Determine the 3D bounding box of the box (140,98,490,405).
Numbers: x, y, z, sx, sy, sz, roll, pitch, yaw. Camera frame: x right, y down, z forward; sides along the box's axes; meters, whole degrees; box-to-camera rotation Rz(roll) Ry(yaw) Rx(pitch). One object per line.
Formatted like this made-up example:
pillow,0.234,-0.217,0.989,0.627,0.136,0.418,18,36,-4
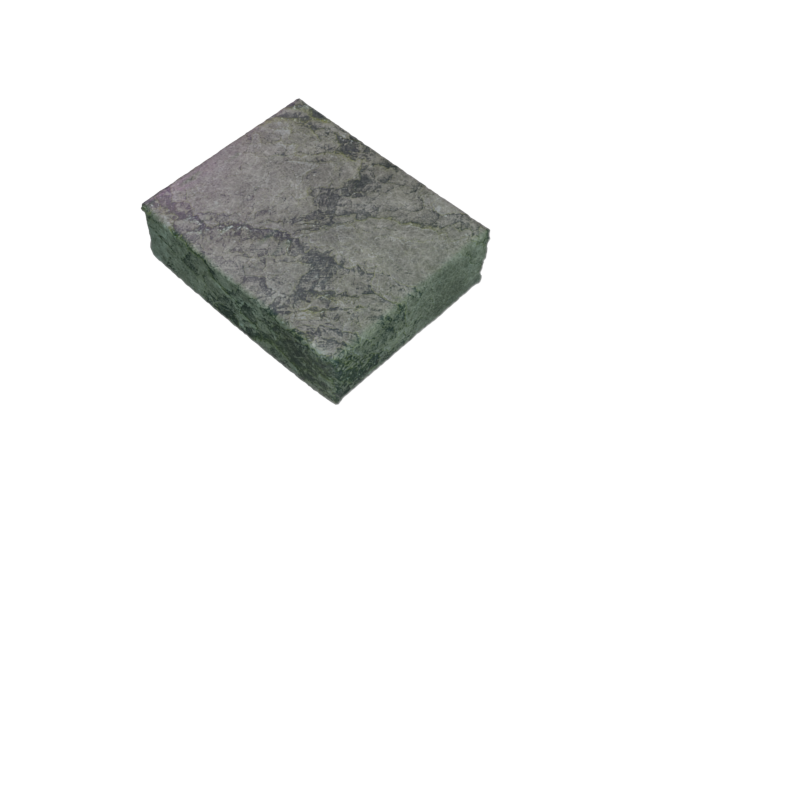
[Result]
box,-0.036,-0.065,0.452,0.120,0.091,0.036,39,-27,24
